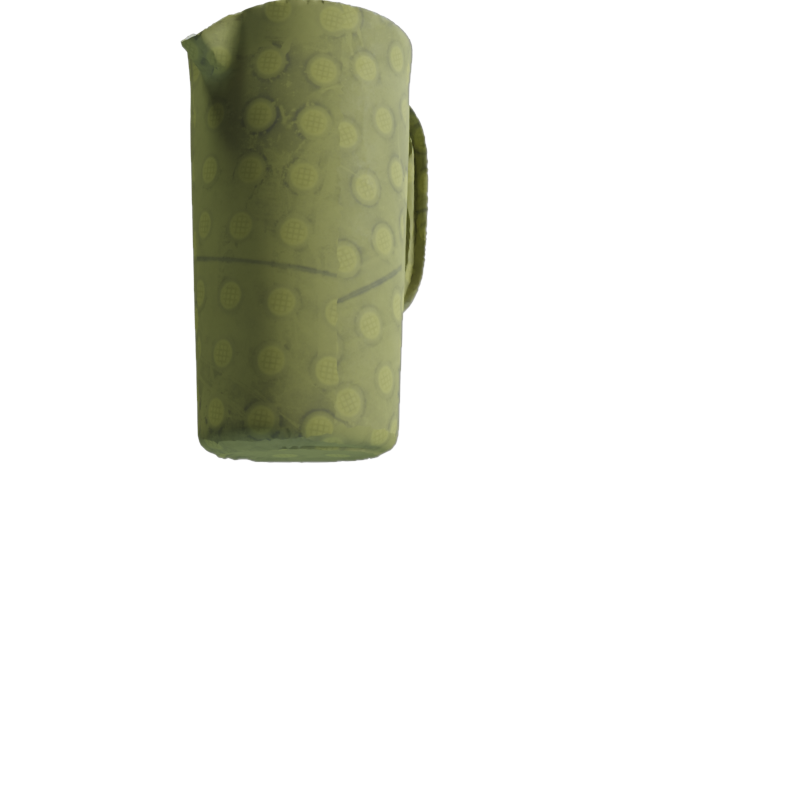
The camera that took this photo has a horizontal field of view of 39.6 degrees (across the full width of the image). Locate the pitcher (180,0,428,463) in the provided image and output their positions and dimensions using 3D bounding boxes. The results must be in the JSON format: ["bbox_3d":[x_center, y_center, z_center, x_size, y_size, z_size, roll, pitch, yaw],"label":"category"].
[{"bbox_3d":[-0.049,-0.090,0.632,0.149,0.252,0.141,0,-13,-3],"label":"pitcher"}]
